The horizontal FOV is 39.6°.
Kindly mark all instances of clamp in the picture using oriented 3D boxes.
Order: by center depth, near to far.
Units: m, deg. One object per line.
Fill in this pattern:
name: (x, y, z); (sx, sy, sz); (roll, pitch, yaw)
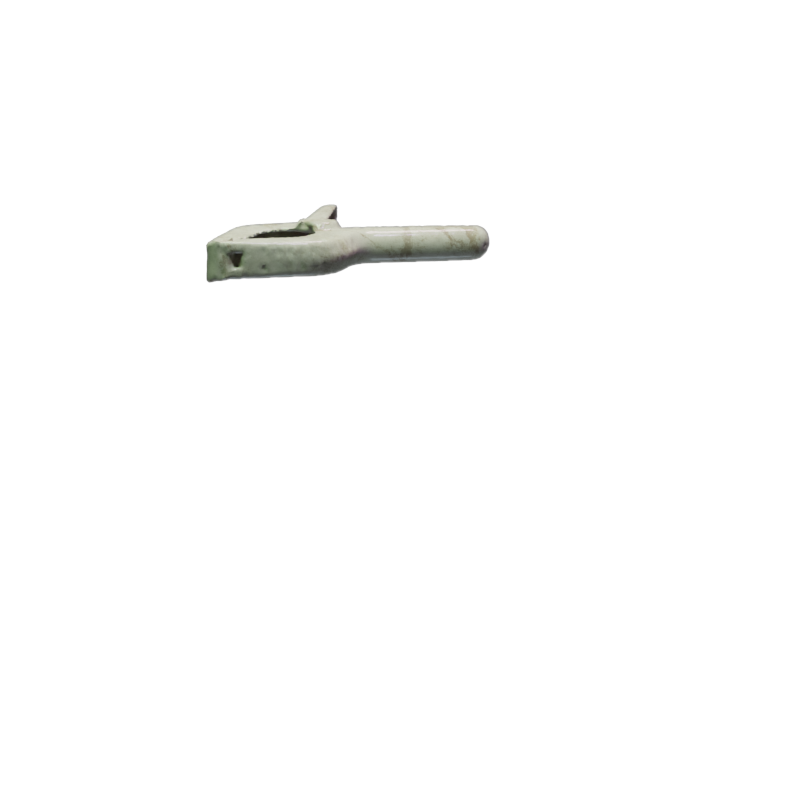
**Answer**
clamp: (-0.063, -0.115, 0.805); (0.205, 0.035, 0.174); (-14, 22, -39)
